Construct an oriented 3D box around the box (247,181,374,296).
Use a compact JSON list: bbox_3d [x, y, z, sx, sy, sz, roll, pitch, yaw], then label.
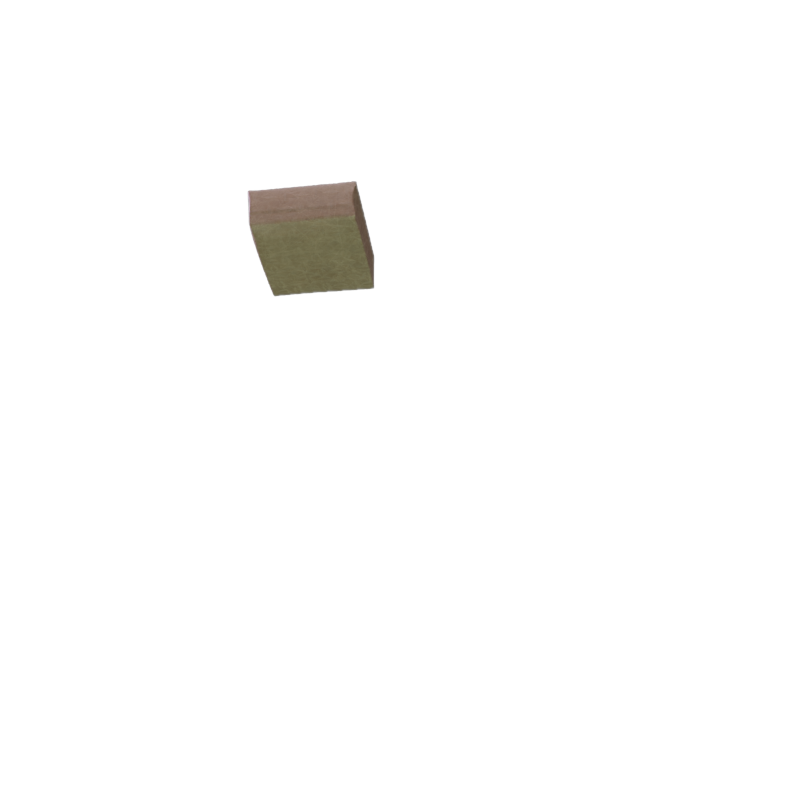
[{"bbox_3d":[-0.072,-0.131,0.917,0.090,0.041,0.106,-4,-28,7],"label":"box"}]
